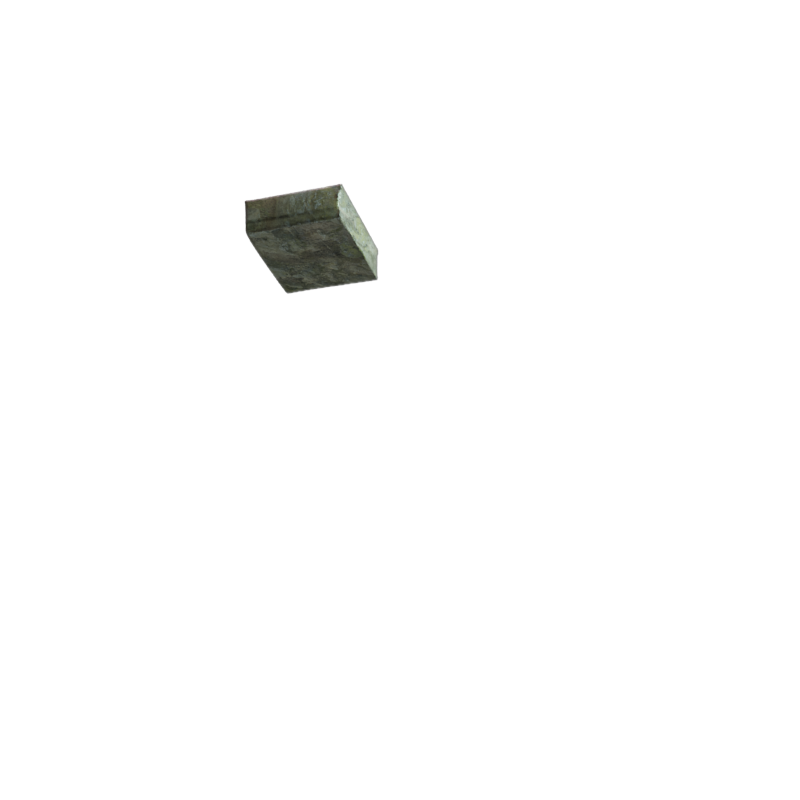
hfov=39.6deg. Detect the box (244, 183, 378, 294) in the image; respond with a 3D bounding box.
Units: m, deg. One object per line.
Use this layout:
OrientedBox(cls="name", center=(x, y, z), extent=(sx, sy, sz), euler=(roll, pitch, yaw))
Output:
OrientedBox(cls="box", center=(-0.077, -0.140, 0.978), extent=(0.091, 0.041, 0.105), euler=(-8, -26, 15))
